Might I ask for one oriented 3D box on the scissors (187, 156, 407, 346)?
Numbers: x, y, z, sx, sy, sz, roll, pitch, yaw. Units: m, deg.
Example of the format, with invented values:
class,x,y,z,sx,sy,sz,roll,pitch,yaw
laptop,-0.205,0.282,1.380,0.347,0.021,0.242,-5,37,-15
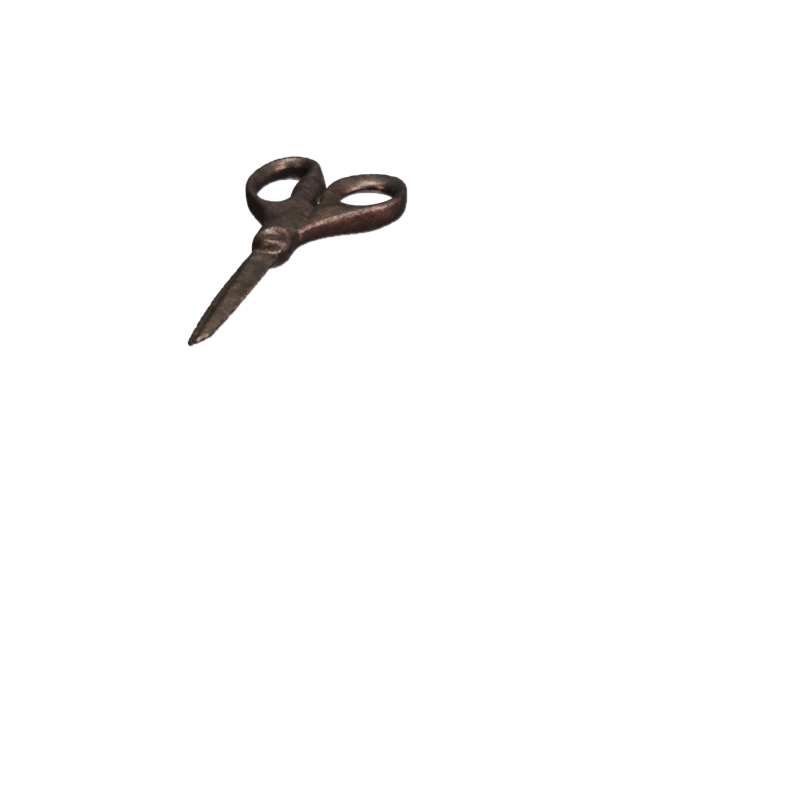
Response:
class,x,y,z,sx,sy,sz,roll,pitch,yaw
scissors,-0.042,-0.077,0.542,0.096,0.015,0.214,-1,32,-1
